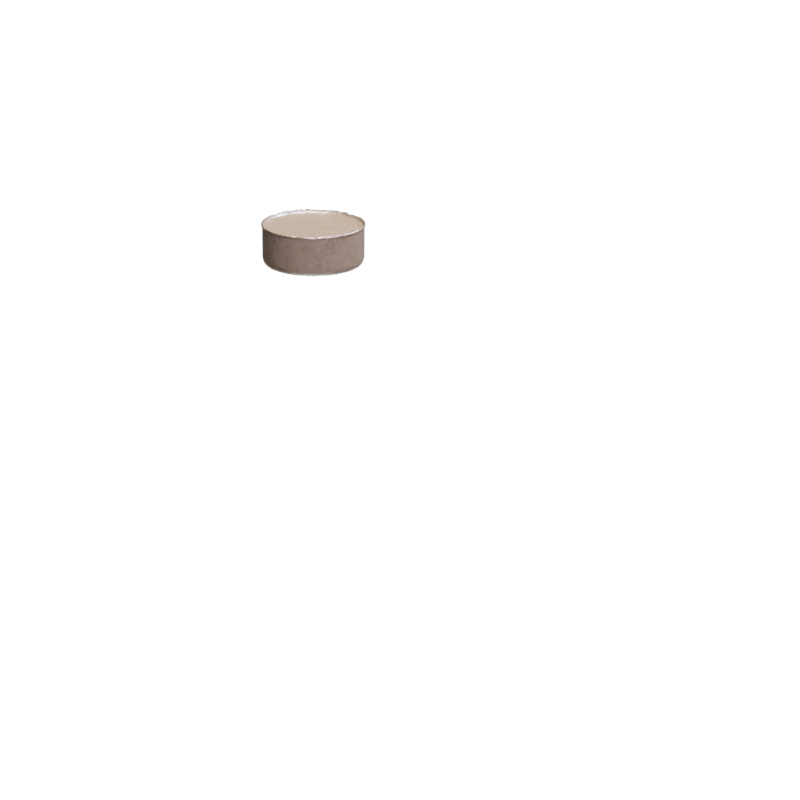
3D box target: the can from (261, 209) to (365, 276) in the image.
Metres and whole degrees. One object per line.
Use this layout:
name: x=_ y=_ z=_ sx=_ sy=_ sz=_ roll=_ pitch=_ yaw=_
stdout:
can: x=-0.072 y=-0.131 z=0.916 sx=0.086 sy=0.032 sz=0.090 roll=-1 pitch=23 yaw=-2
